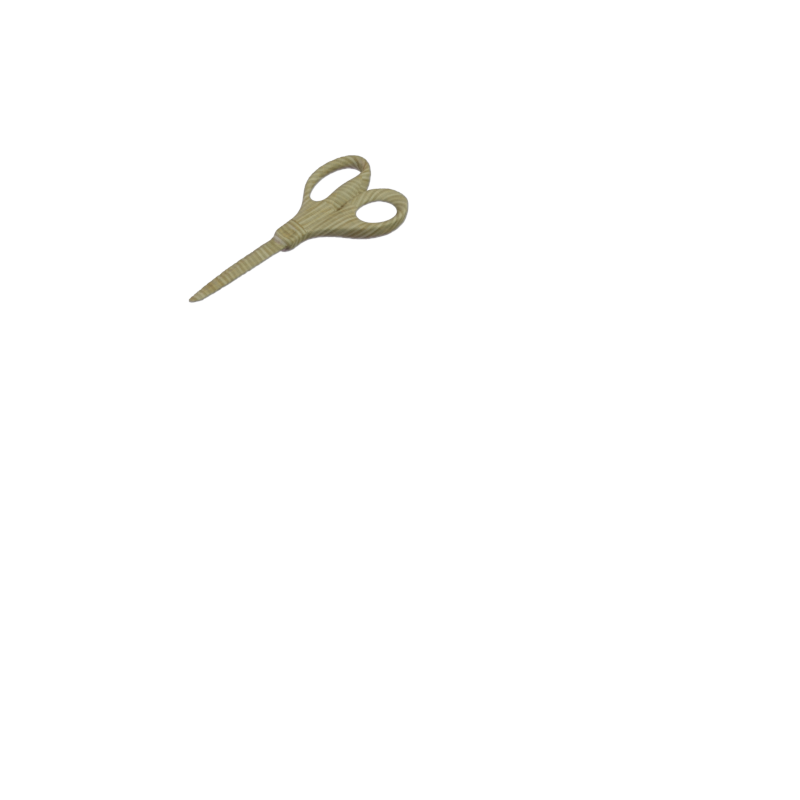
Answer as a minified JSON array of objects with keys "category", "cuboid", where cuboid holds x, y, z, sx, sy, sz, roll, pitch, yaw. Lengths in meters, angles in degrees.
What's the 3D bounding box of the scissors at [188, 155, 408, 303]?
[{"category":"scissors","cuboid":[-0.067,-0.123,0.860,0.100,0.208,0.015,22,-37,18]}]
